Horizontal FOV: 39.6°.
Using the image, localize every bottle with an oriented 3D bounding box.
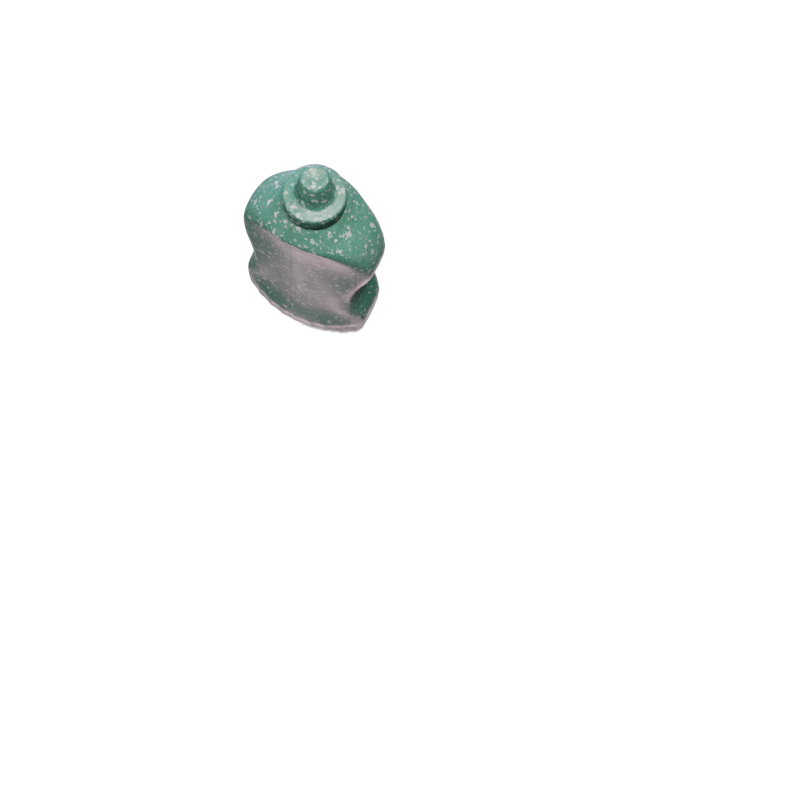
[{"bbox_3d":[-0.059,-0.108,0.752,0.098,0.060,0.183,28,-16,5],"label":"bottle"}]
